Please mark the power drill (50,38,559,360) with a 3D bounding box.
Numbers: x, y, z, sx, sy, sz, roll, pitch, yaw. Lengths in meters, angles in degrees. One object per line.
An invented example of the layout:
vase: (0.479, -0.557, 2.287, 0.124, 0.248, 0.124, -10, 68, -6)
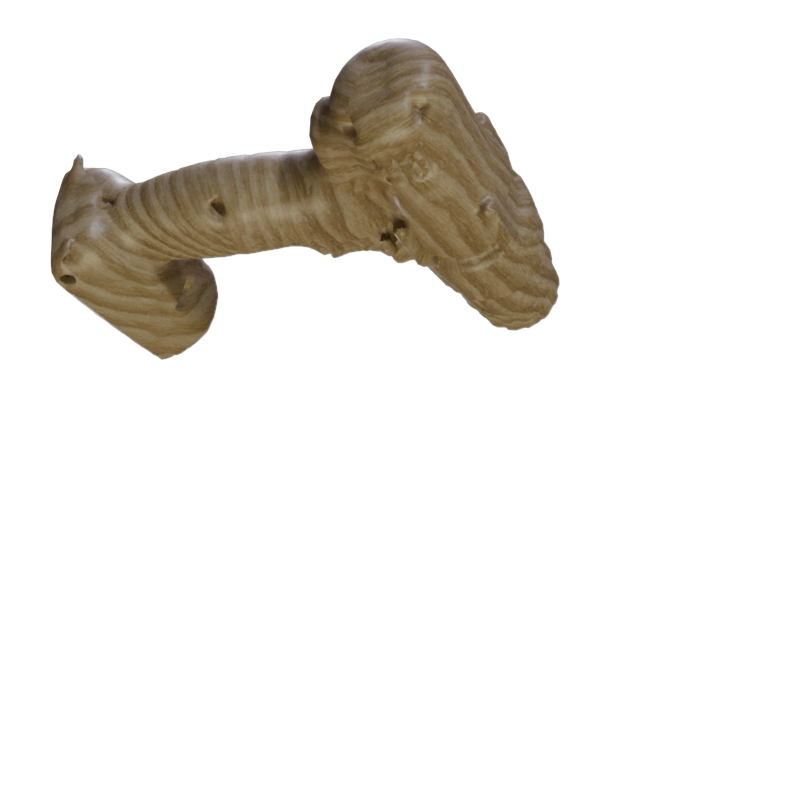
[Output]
power drill: (-0.037, -0.068, 0.474, 0.190, 0.061, 0.171, -11, -30, 20)
